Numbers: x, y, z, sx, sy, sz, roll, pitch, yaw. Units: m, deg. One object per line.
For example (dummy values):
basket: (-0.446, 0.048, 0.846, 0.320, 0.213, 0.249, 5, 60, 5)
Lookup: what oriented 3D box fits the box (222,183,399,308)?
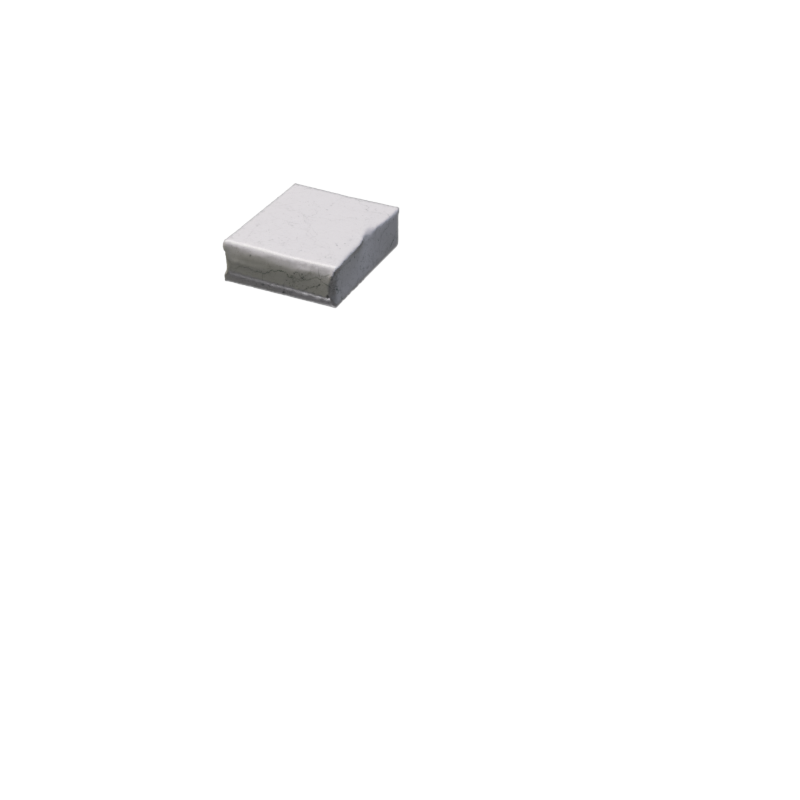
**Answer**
box: (-0.051, -0.093, 0.654, 0.076, 0.028, 0.091, 15, 36, 21)
